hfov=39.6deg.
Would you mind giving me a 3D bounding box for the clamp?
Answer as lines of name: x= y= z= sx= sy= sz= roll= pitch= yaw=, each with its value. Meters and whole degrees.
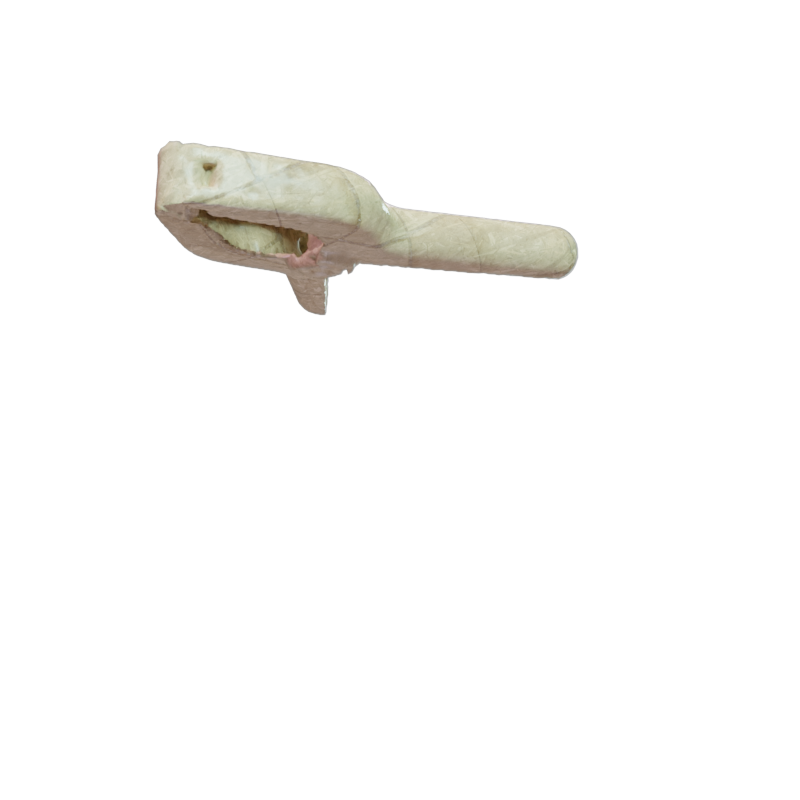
clamp: x=-0.041 y=-0.074 z=0.519 sx=0.168 sy=0.038 sz=0.199 roll=-9 pitch=-12 yaw=43
